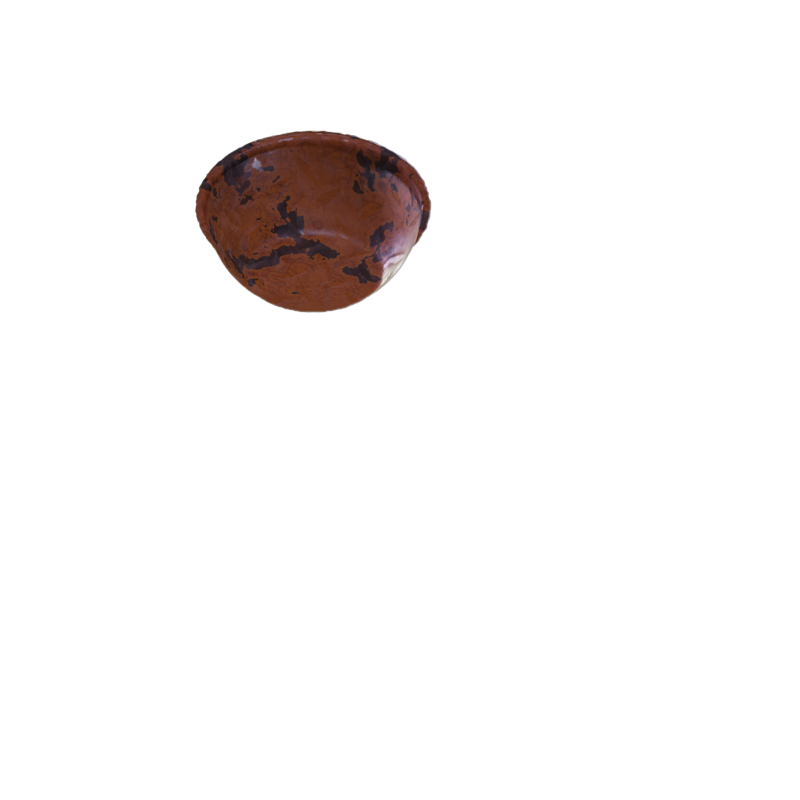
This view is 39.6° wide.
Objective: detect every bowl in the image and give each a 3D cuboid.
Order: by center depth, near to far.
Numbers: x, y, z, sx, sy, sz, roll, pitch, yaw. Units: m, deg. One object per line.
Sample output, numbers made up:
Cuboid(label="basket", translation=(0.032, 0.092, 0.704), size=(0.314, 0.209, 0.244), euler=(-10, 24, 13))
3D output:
Cuboid(label="bowl", translation=(-0.058, -0.106, 0.746), size=(0.162, 0.059, 0.152), euler=(1, -33, -2))
